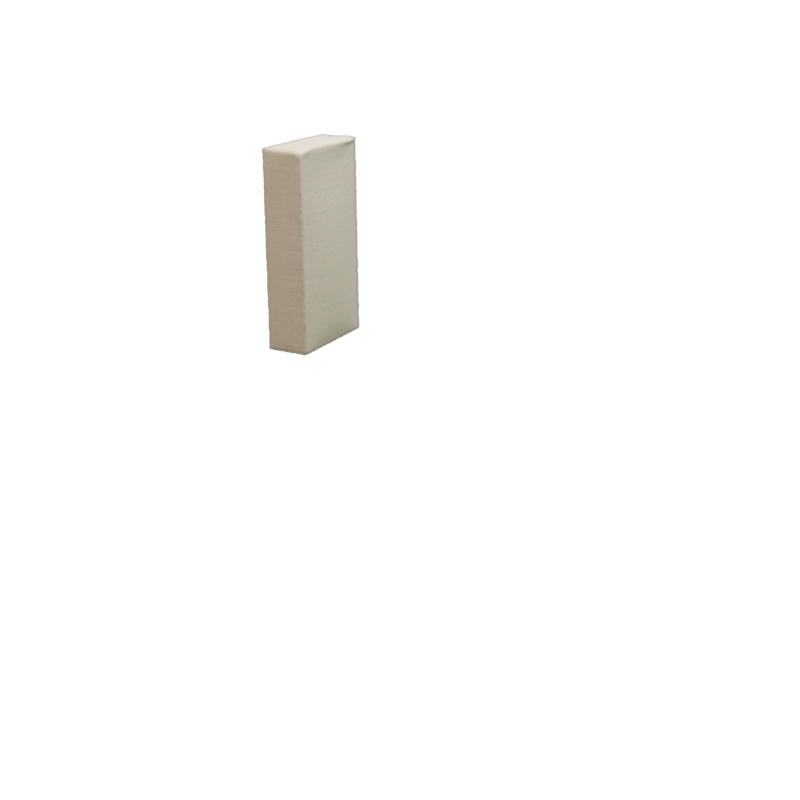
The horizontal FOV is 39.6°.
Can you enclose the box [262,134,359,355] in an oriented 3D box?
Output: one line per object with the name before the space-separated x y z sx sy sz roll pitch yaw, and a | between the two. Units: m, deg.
box | -0.075 -0.137 0.962 0.050 0.170 0.093 10 19 28
